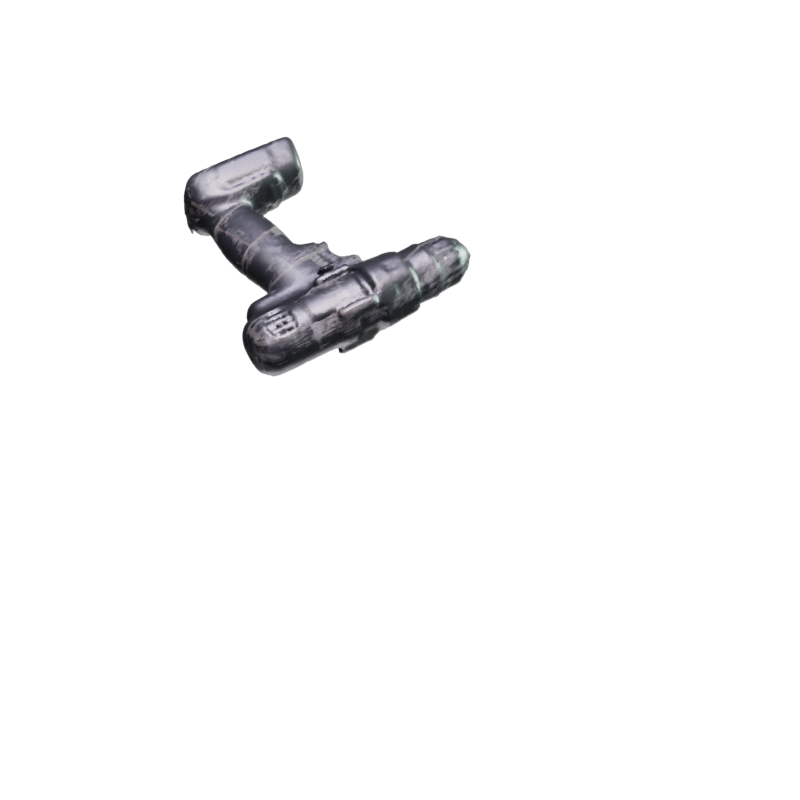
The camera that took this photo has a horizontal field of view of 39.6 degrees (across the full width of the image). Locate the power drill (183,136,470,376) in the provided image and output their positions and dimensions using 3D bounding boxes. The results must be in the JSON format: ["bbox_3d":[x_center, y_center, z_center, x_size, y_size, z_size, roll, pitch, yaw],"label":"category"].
[{"bbox_3d":[-0.066,-0.120,0.844,0.184,0.053,0.202,-26,54,-21],"label":"power drill"}]
